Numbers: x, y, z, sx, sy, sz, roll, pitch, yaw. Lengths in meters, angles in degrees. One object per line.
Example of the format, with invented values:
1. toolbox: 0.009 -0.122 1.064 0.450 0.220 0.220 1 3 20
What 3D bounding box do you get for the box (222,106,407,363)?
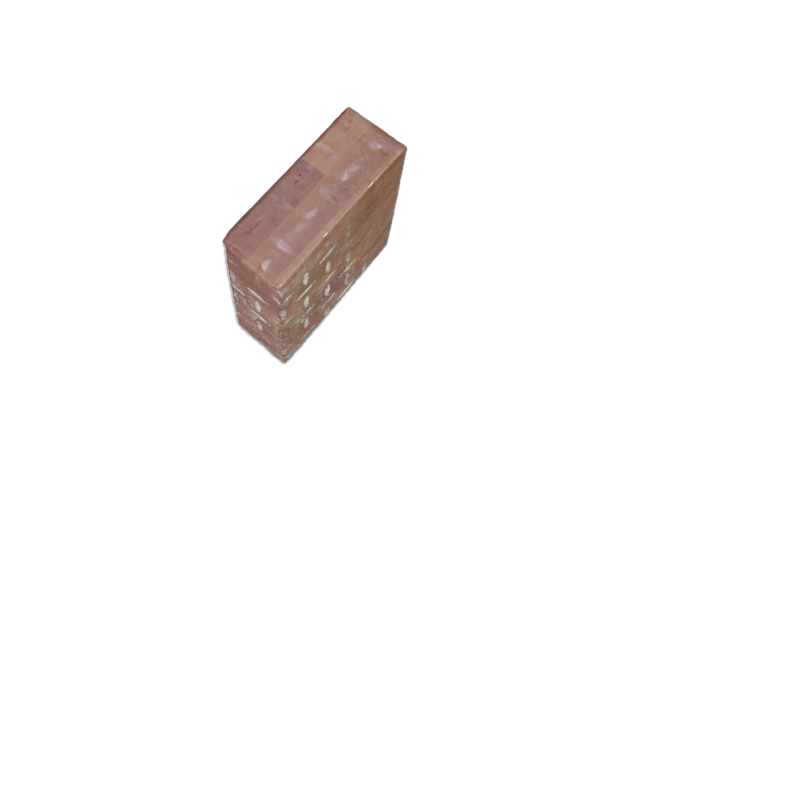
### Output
1. box: -0.077 -0.140 0.984 0.074 0.167 0.205 38 -15 7
